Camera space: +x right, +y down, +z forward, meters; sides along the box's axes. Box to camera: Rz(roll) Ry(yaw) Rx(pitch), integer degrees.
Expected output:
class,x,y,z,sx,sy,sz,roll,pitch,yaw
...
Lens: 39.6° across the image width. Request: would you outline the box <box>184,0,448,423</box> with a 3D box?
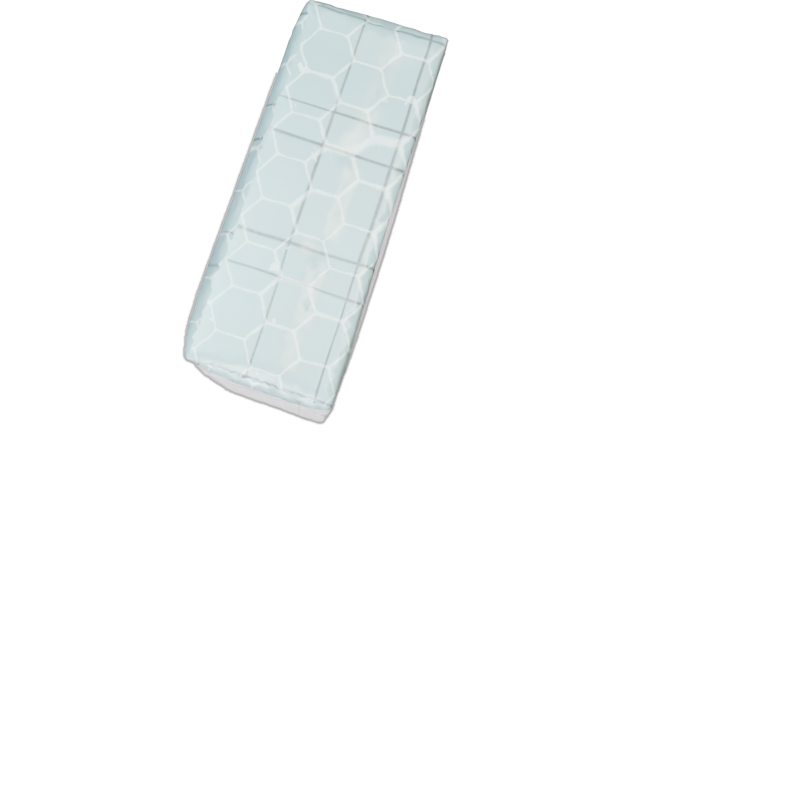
class,x,y,z,sx,sy,sz,roll,pitch,yaw
box,-0.043,-0.079,0.551,0.072,0.167,0.210,17,-6,-3
